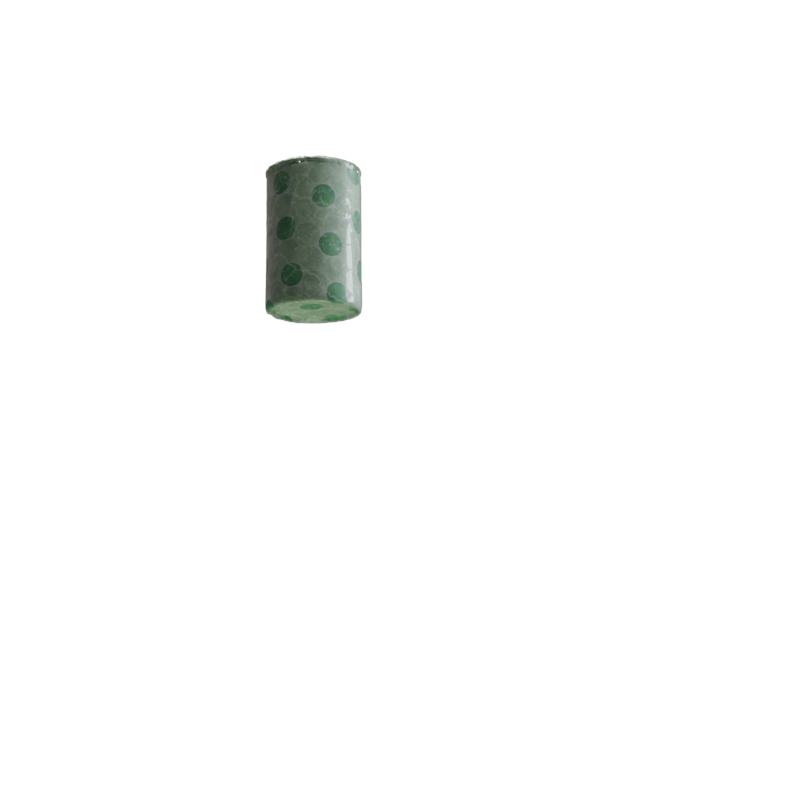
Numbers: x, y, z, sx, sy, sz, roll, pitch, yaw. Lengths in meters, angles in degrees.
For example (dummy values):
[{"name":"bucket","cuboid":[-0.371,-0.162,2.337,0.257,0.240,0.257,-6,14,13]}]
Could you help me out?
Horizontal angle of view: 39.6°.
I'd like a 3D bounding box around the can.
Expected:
[{"name":"can","cuboid":[-0.060,-0.110,0.769,0.068,0.106,0.066,0,-15,-2]}]
